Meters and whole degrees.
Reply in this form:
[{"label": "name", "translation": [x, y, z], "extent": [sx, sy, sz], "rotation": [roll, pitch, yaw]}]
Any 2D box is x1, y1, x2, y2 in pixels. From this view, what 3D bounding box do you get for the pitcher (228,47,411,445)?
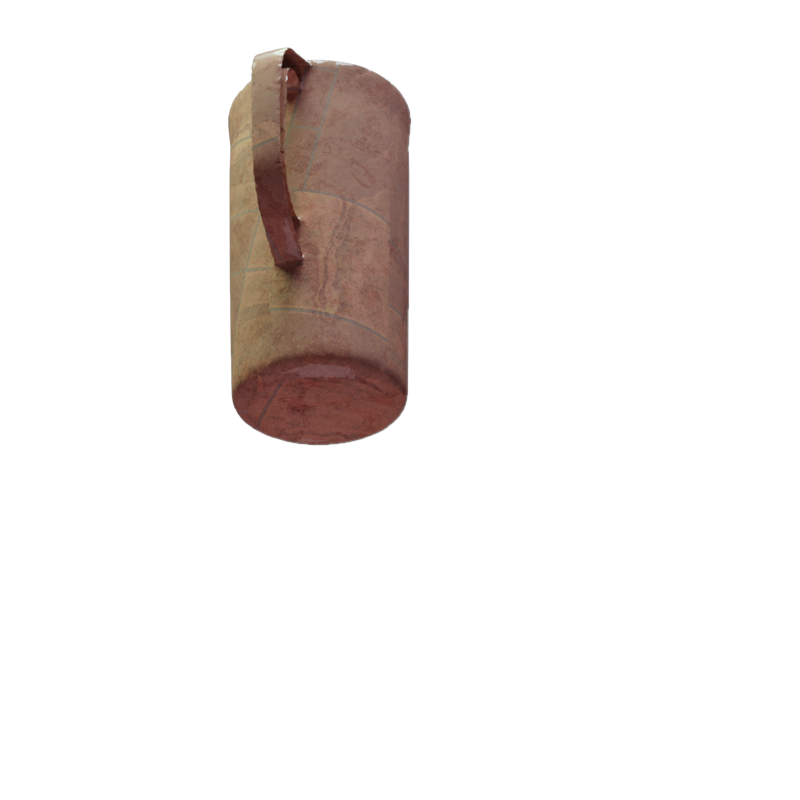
[{"label": "pitcher", "translation": [-0.057, -0.105, 0.734], "extent": [0.143, 0.260, 0.141], "rotation": [16, -38, -25]}]
